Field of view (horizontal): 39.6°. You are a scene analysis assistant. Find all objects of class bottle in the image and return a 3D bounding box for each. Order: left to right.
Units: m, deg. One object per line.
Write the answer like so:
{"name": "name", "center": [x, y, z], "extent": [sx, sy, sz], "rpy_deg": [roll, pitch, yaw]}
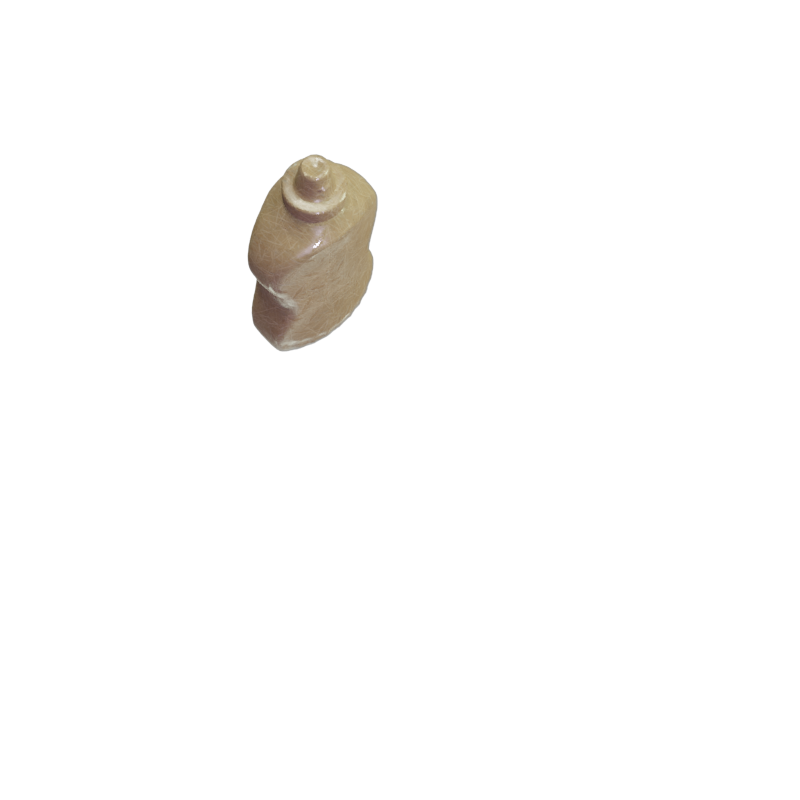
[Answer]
{"name": "bottle", "center": [-0.057, -0.105, 0.739], "extent": [0.097, 0.061, 0.182], "rpy_deg": [-39, -15, -17]}
